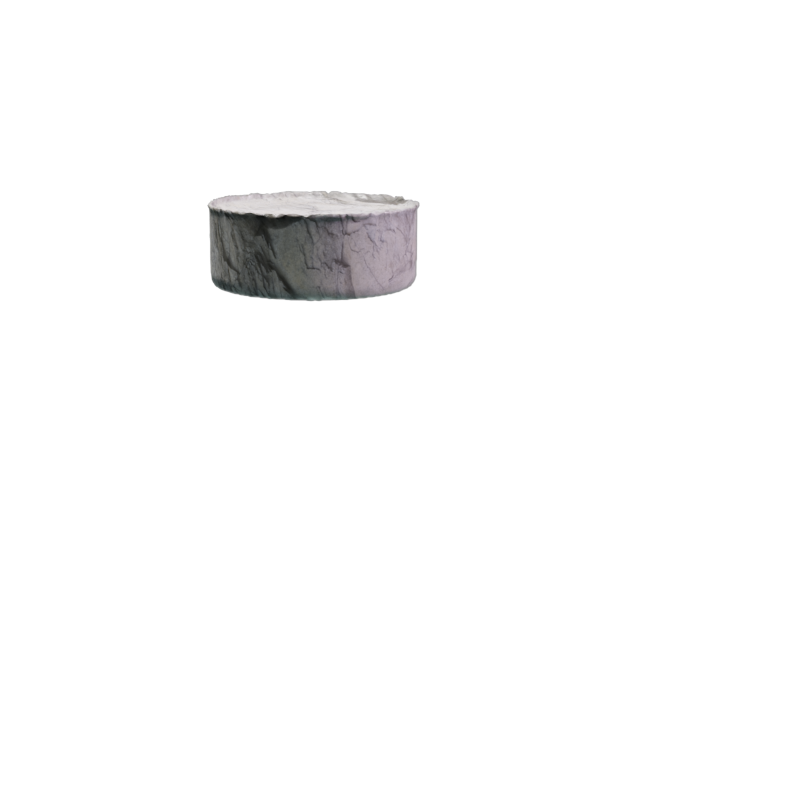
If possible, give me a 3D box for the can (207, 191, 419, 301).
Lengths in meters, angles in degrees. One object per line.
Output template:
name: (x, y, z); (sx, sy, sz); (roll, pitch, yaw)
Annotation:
can: (-0.035, -0.065, 0.452); (0.086, 0.033, 0.089); (0, 15, -2)
